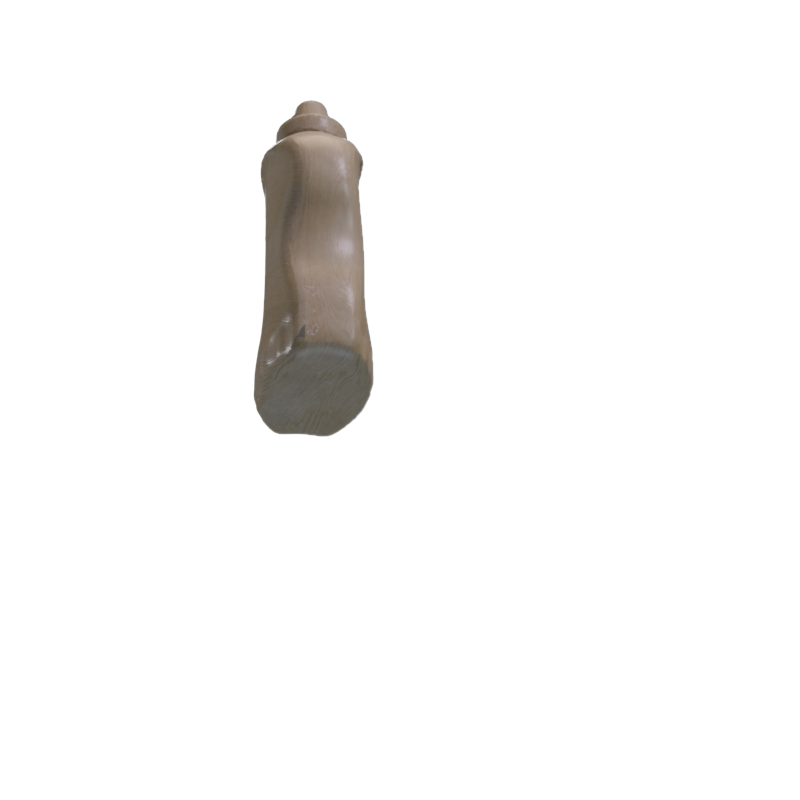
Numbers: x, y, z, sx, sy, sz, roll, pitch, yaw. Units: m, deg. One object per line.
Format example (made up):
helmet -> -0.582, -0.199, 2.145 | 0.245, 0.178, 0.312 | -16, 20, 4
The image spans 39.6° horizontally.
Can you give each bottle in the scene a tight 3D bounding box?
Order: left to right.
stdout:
bottle -> -0.047, -0.085, 0.599 | 0.058, 0.205, 0.091 | 3, -33, -9
